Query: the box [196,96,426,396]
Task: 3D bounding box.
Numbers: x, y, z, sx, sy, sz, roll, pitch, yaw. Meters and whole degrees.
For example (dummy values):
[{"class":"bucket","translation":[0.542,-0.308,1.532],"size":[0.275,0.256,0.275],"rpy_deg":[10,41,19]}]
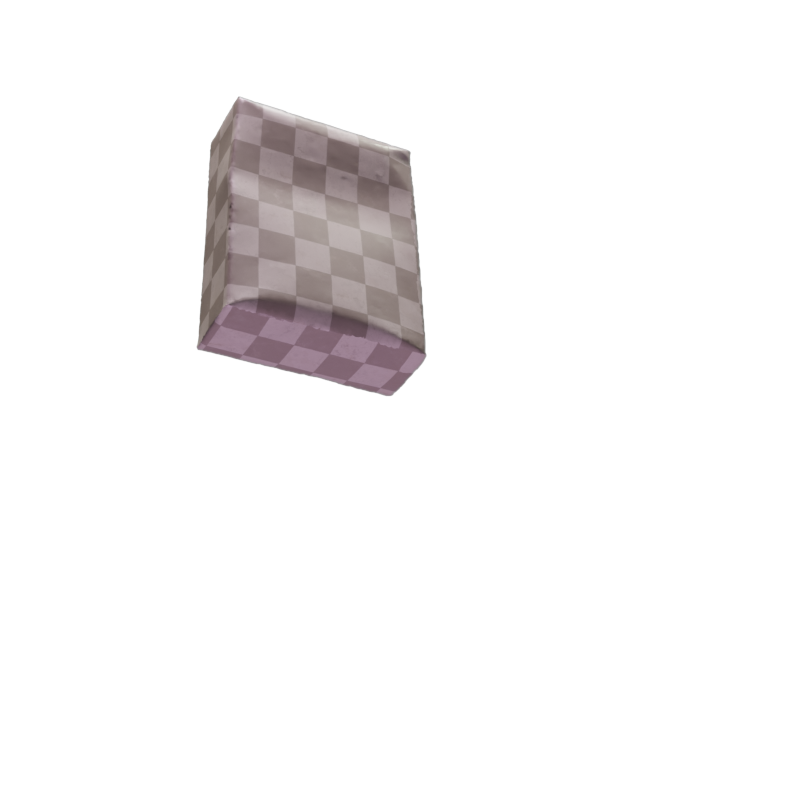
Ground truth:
[{"class":"box","translation":[-0.069,-0.125,0.875],"size":[0.158,0.229,0.069],"rpy_deg":[13,-39,-21]}]
